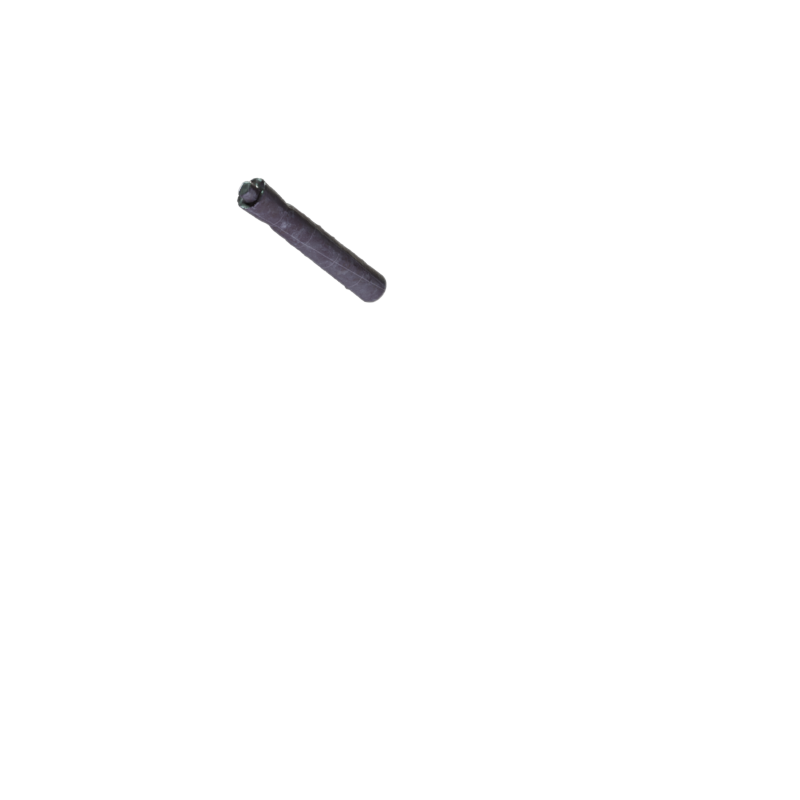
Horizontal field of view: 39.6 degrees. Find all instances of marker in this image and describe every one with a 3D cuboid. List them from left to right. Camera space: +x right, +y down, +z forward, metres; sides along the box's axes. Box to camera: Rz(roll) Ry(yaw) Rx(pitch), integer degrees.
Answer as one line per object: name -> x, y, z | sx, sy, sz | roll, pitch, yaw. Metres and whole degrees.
marker -> -0.048, -0.087, 0.608 | 0.021, 0.020, 0.112 | 3, -21, 40
